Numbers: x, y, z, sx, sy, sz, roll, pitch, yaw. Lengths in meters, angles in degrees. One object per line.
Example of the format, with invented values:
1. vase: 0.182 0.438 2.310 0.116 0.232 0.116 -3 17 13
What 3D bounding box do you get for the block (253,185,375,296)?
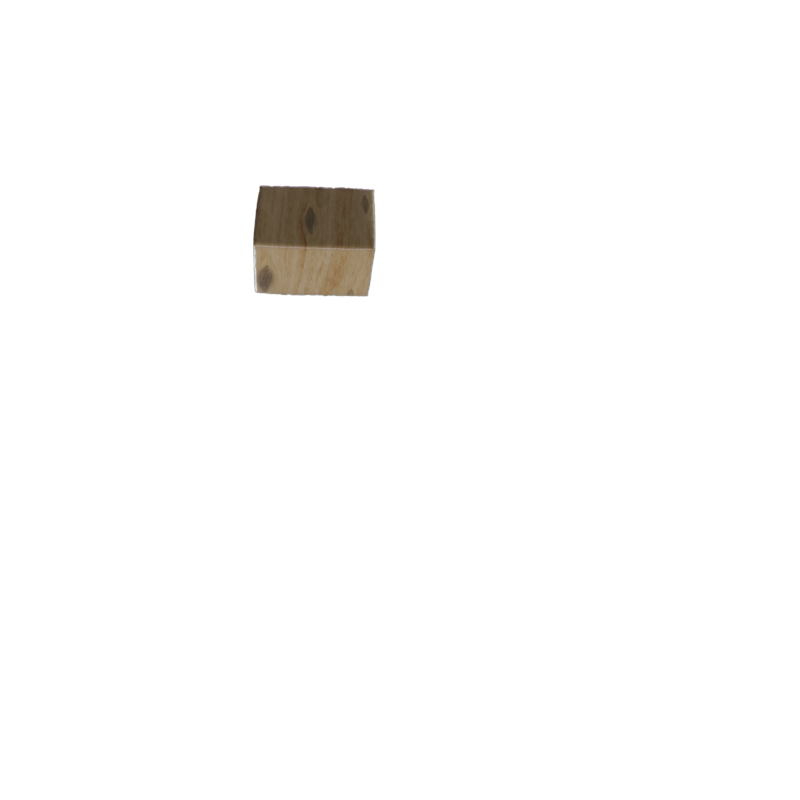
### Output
1. block: -0.057 -0.103 0.724 0.078 0.055 0.049 2 -36 -4
